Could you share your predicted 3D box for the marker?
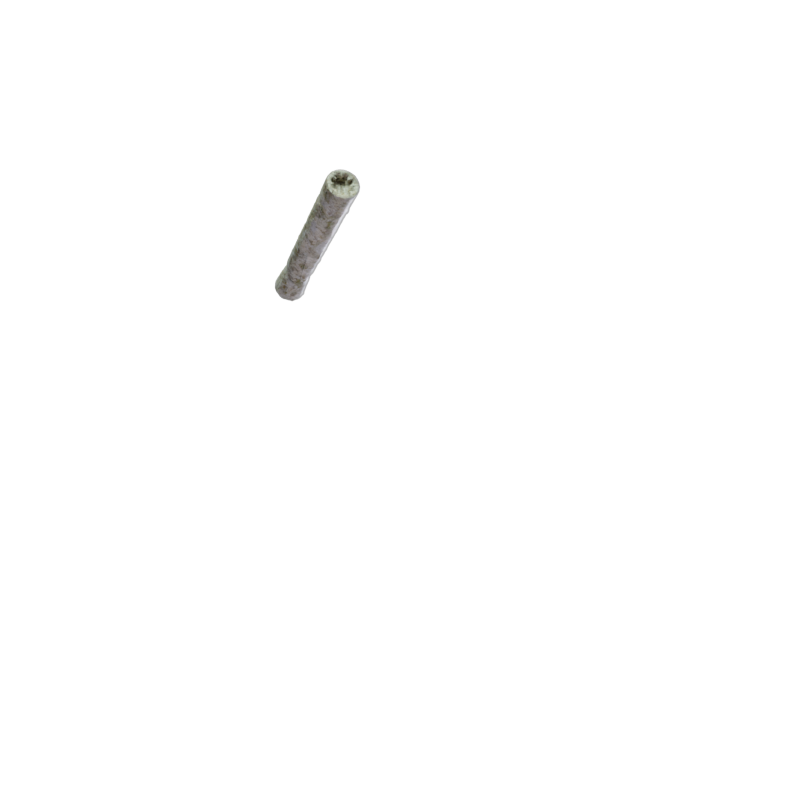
[{"bbox_3d":[-0.049,-0.090,0.629,0.019,0.021,0.117,0,-24,-22],"label":"marker"}]
